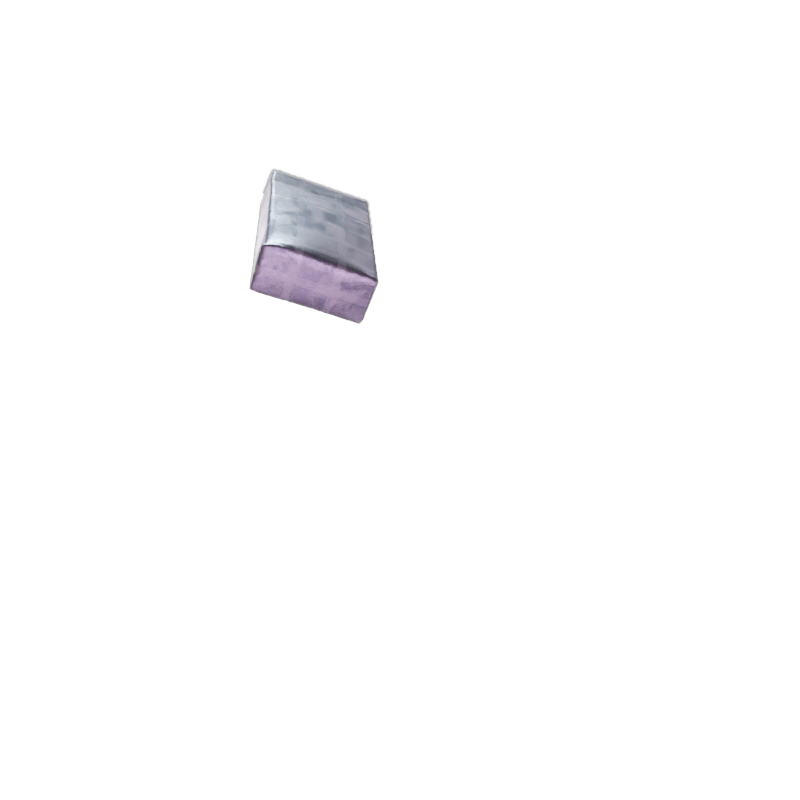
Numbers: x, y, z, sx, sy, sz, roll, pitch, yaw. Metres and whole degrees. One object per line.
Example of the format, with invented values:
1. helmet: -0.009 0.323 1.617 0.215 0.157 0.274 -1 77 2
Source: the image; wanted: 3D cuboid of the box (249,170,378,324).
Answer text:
1. box: -0.071 -0.130 0.910 0.092 0.046 0.186 17 24 -11
